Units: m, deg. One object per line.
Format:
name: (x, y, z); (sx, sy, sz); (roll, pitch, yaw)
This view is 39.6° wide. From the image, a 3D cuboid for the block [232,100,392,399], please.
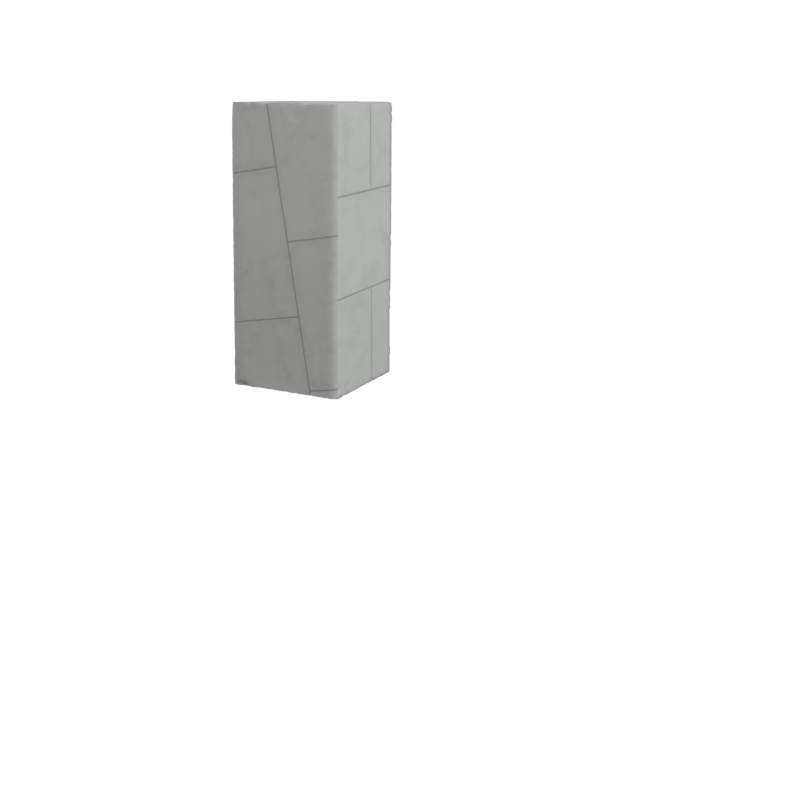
block: (-0.065, -0.117, 0.819); (0.093, 0.202, 0.089); (5, 11, 26)
